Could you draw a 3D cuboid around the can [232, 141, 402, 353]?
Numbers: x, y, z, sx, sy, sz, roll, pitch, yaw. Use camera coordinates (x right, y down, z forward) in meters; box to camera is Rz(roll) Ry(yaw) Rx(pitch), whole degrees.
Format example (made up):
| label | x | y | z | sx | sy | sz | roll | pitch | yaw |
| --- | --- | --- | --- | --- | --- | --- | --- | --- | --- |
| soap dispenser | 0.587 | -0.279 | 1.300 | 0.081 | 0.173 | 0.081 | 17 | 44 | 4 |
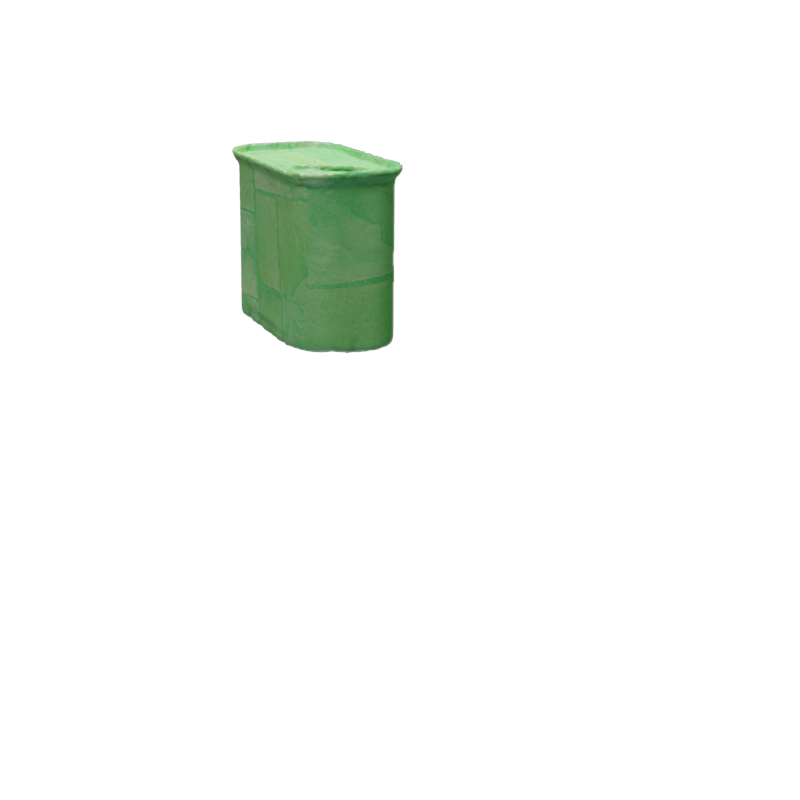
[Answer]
| label | x | y | z | sx | sy | sz | roll | pitch | yaw |
| --- | --- | --- | --- | --- | --- | --- | --- | --- | --- |
| can | -0.041 | -0.076 | 0.531 | 0.056 | 0.081 | 0.108 | -6 | 19 | -24 |
